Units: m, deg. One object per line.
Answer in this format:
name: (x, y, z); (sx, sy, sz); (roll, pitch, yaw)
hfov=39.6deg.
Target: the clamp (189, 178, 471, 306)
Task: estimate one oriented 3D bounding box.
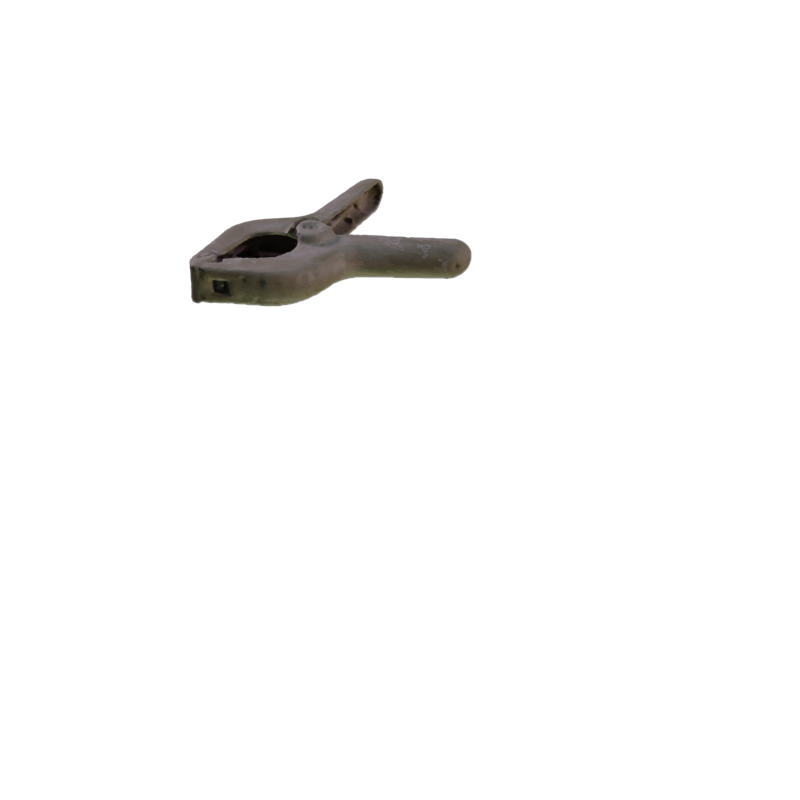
clamp: (-0.055, -0.100, 0.703); (0.168, 0.037, 0.129); (-10, 30, -18)
